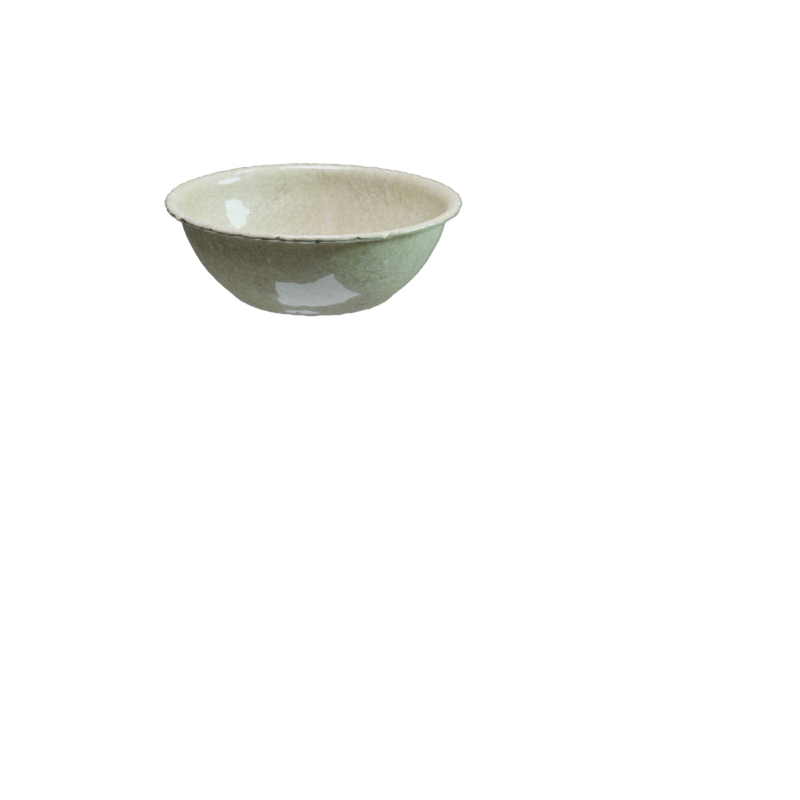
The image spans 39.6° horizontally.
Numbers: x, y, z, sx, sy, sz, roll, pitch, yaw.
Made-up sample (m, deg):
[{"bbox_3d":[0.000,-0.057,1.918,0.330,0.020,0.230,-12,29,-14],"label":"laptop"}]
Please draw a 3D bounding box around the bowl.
[{"bbox_3d":[-0.048,-0.088,0.613,0.162,0.052,0.170,-1,24,-2],"label":"bowl"}]
